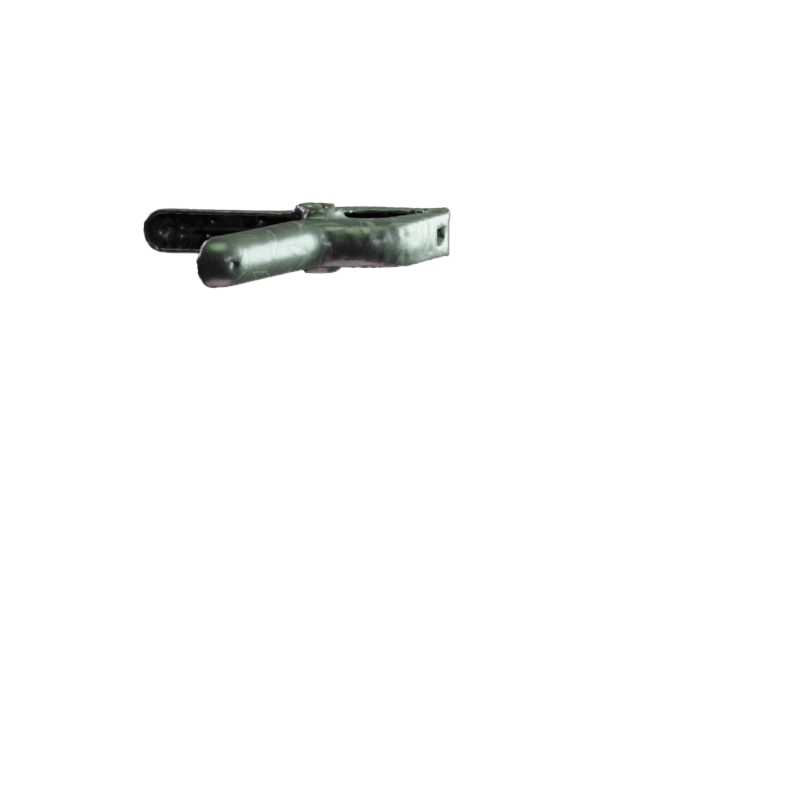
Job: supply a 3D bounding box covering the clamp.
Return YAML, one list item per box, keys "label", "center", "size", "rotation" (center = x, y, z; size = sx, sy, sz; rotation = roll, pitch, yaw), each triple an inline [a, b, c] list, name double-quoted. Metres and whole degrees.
- label: "clamp"
  center: [-0.046, -0.085, 0.592]
  size: [0.169, 0.037, 0.127]
  rotation: [-6, 24, -14]
